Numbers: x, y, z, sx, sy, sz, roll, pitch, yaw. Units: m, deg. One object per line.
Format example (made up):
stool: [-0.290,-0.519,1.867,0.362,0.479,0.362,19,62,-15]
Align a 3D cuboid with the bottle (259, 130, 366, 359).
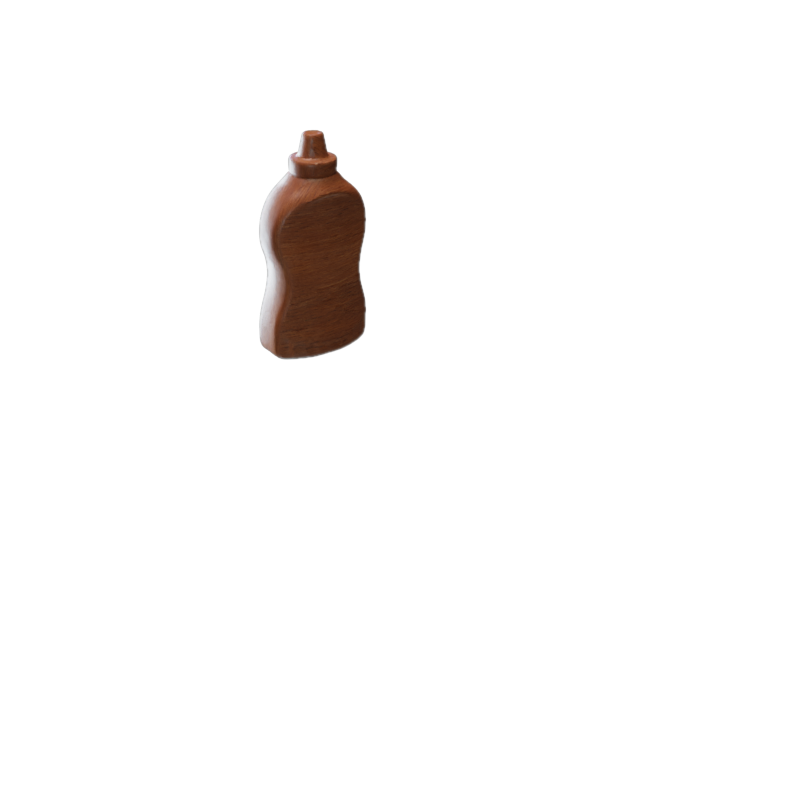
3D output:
bottle: [-0.074,-0.135,0.944,0.094,0.182,0.062,-14,27,-31]
